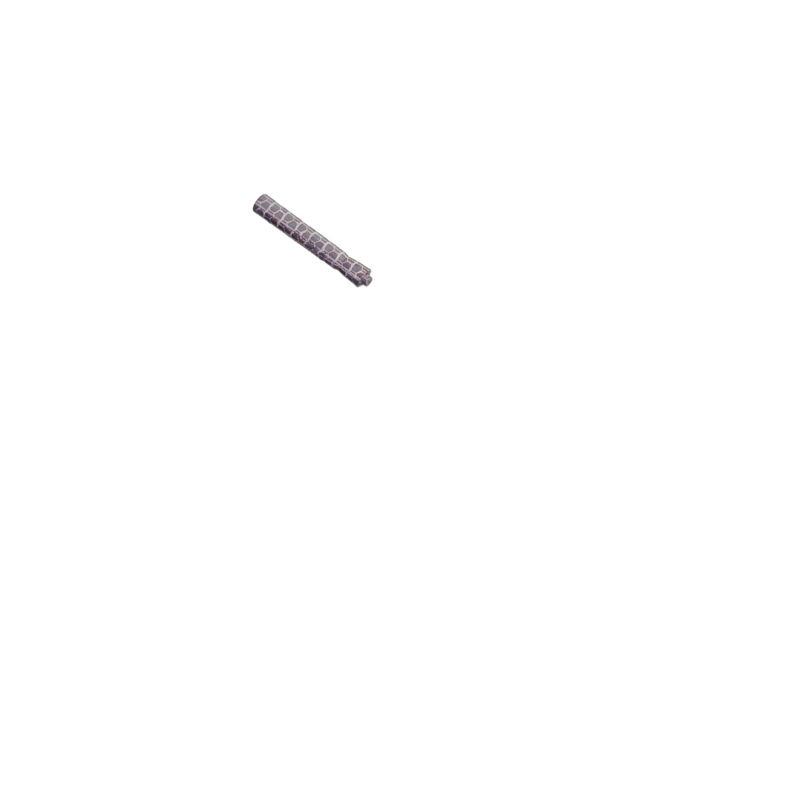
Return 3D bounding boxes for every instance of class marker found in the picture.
[{"bbox_3d":[-0.073,-0.134,0.938,0.126,0.019,0.019,37,14,16],"label":"marker"}]
